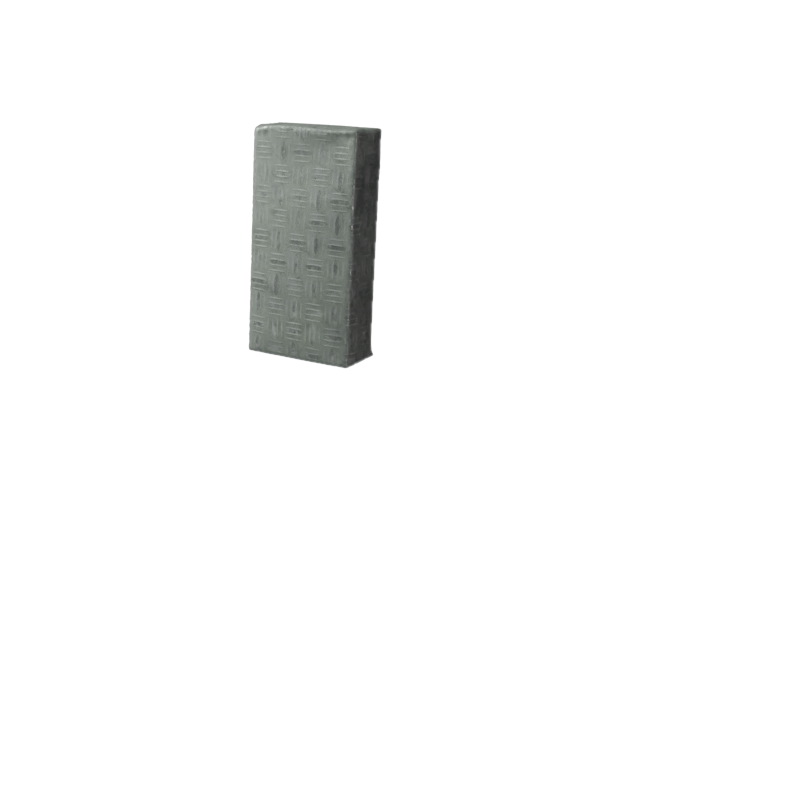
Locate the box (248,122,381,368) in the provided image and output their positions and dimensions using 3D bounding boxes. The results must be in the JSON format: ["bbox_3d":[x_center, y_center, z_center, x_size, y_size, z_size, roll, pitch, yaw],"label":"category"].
[{"bbox_3d":[-0.066,-0.120,0.839,0.097,0.172,0.047,8,13,30],"label":"box"}]
